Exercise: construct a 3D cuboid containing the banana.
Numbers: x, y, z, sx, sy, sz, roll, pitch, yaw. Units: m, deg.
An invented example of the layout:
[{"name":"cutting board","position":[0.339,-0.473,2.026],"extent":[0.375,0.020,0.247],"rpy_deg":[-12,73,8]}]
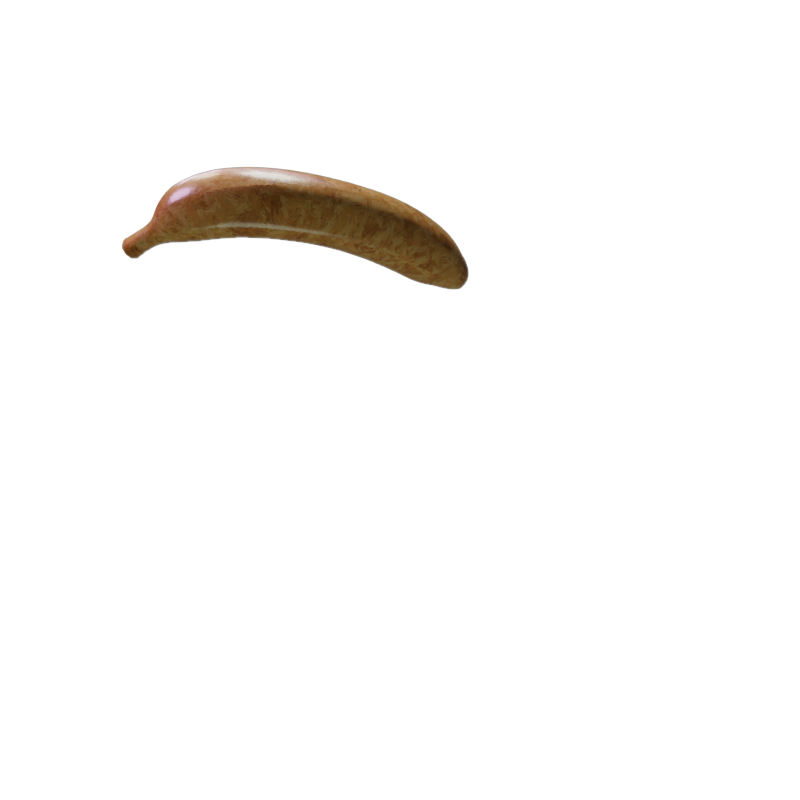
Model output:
[{"name":"banana","position":[-0.045,-0.093,0.594],"extent":[0.193,0.039,0.068],"rpy_deg":[6,-22,-16]}]
